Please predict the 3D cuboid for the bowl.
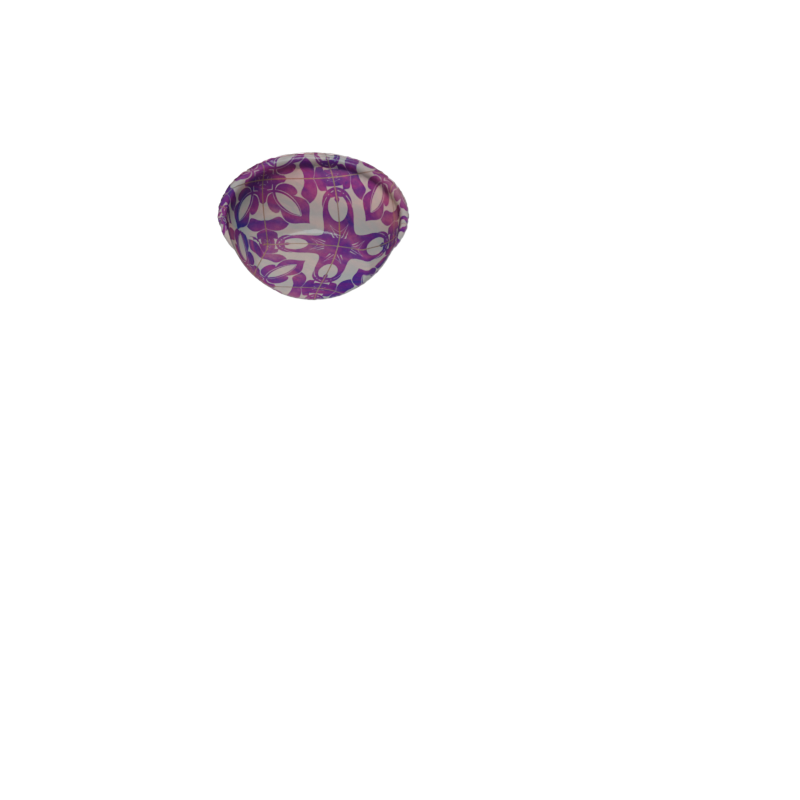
[{"bbox_3d":[-0.072,-0.132,0.921,0.162,0.059,0.151,1,-35,-2],"label":"bowl"}]
